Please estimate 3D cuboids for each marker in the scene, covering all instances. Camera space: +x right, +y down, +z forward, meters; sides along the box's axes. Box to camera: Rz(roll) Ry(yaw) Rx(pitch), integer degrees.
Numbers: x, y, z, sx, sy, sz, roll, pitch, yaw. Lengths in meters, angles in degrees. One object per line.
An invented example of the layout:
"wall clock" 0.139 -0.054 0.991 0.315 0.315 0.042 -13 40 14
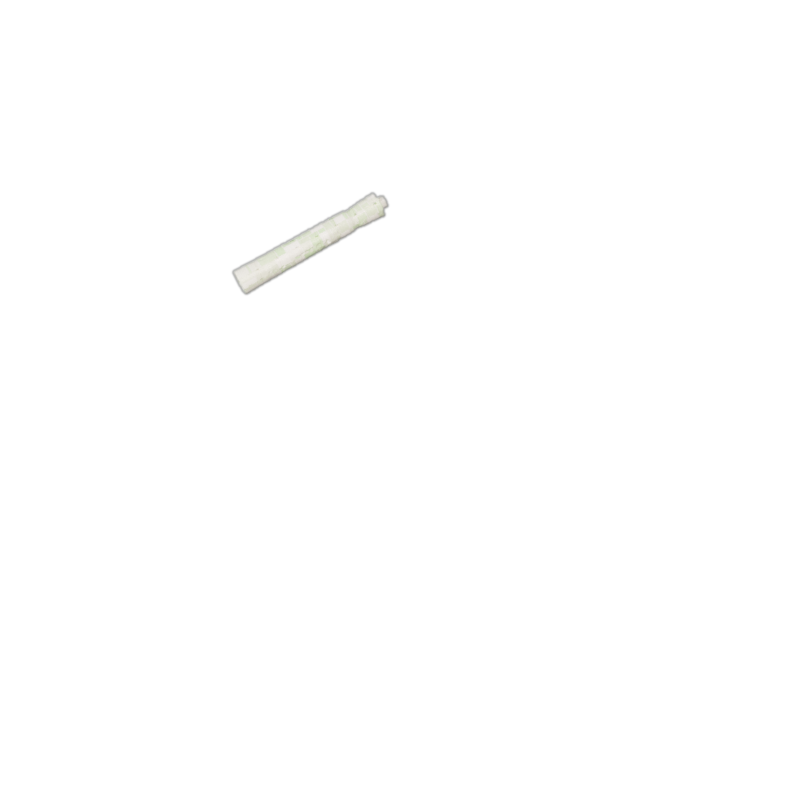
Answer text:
"marker" -0.062 -0.113 0.788 0.121 0.019 0.020 -31 10 -9
